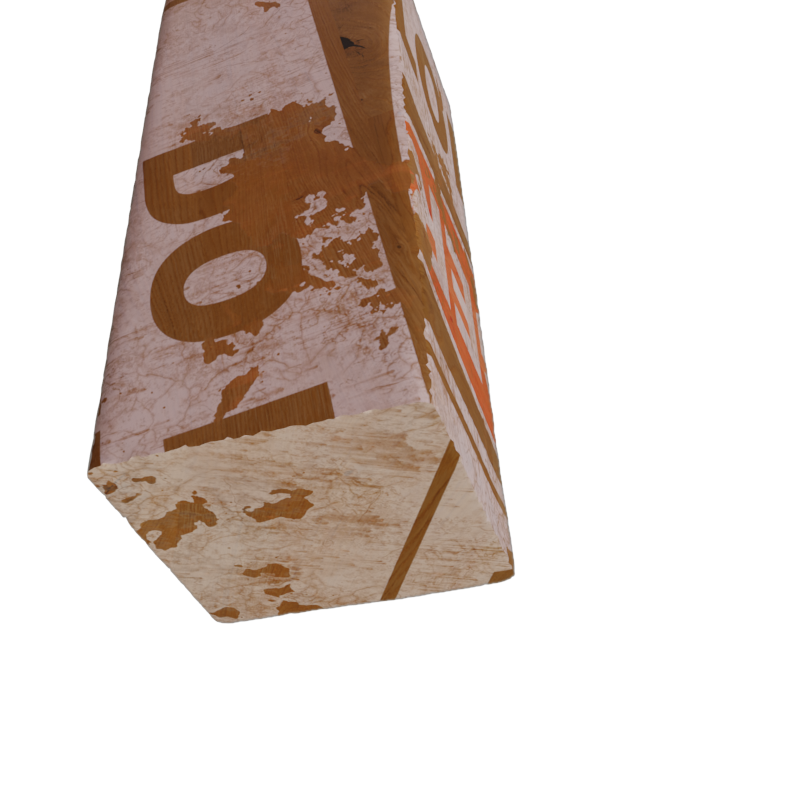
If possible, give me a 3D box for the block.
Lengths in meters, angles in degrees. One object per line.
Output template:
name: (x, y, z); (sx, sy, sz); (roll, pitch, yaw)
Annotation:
block: (-0.028, -0.050, 0.356); (0.091, 0.221, 0.084); (-13, -41, 11)
